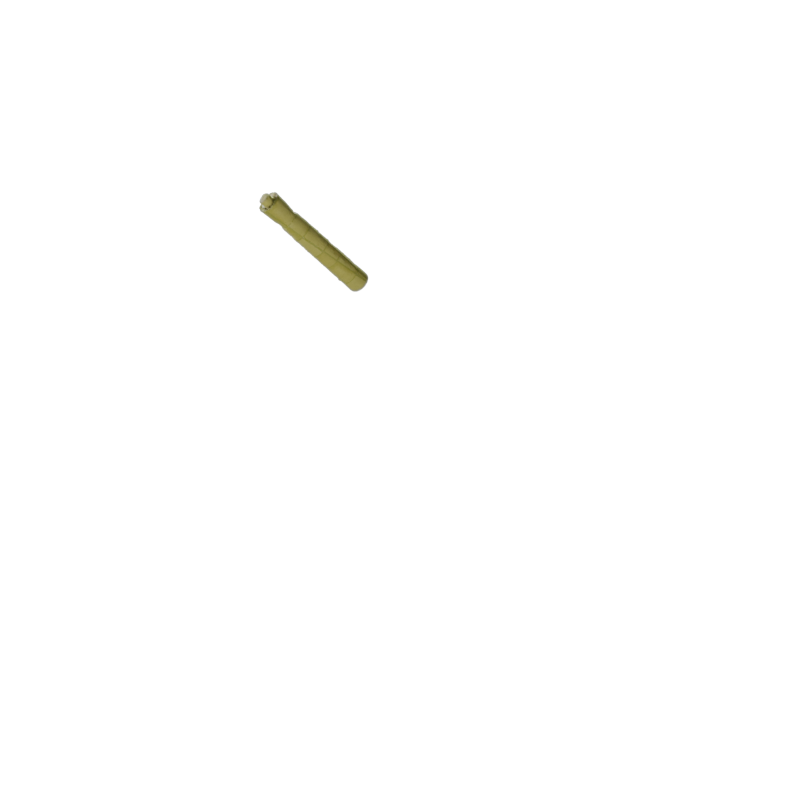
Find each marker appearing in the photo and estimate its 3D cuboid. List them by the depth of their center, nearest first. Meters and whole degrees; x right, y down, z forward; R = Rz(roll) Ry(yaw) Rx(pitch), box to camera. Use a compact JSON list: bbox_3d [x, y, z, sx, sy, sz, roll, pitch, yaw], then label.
[{"bbox_3d":[-0.069,-0.126,0.885,0.021,0.020,0.113,3,-29,50],"label":"marker"}]
